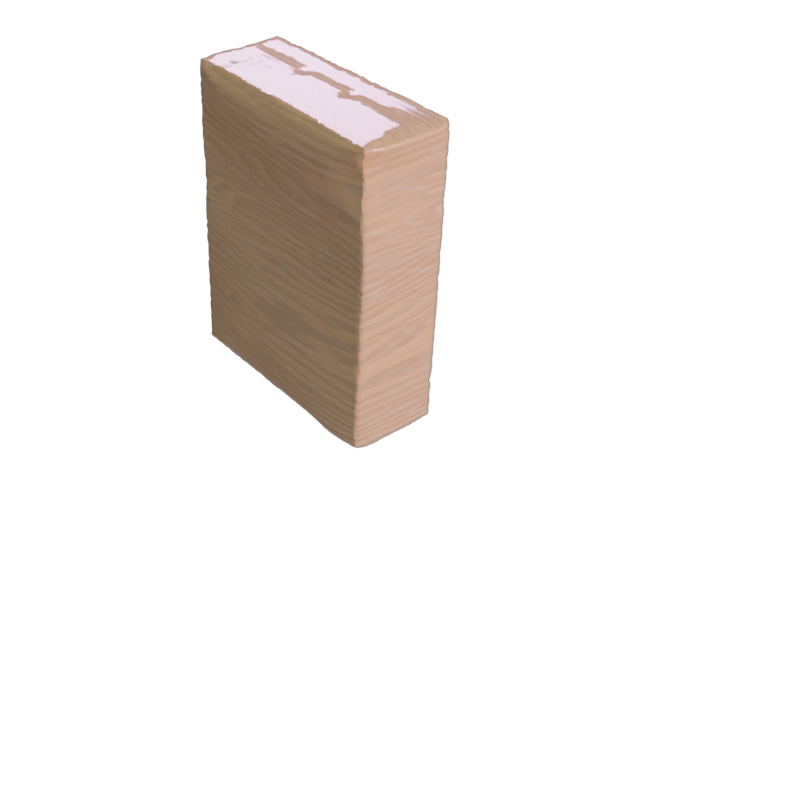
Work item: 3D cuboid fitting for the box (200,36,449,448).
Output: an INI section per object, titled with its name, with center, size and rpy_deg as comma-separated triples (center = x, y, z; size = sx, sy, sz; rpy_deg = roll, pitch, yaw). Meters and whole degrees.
[box]
center = -0.055, -0.100, 0.702
size = 0.071, 0.200, 0.176
rpy_deg = -23, 42, -33
